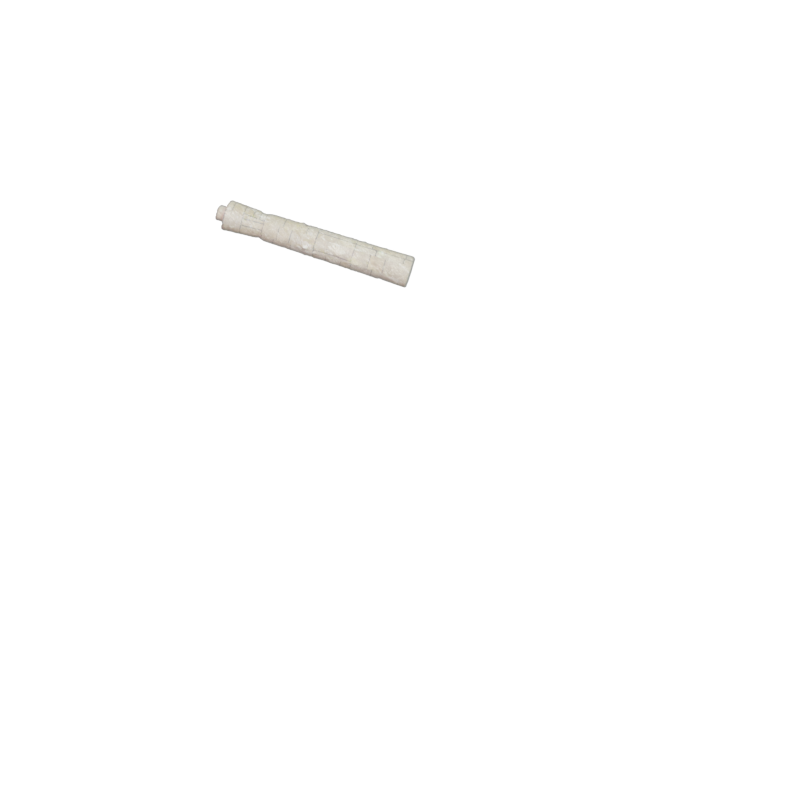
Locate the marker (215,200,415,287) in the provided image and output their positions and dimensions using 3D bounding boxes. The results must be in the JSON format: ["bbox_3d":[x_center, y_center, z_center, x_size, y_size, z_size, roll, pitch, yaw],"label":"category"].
[{"bbox_3d":[-0.052,-0.094,0.658,0.123,0.020,0.020,18,5,7],"label":"marker"}]
